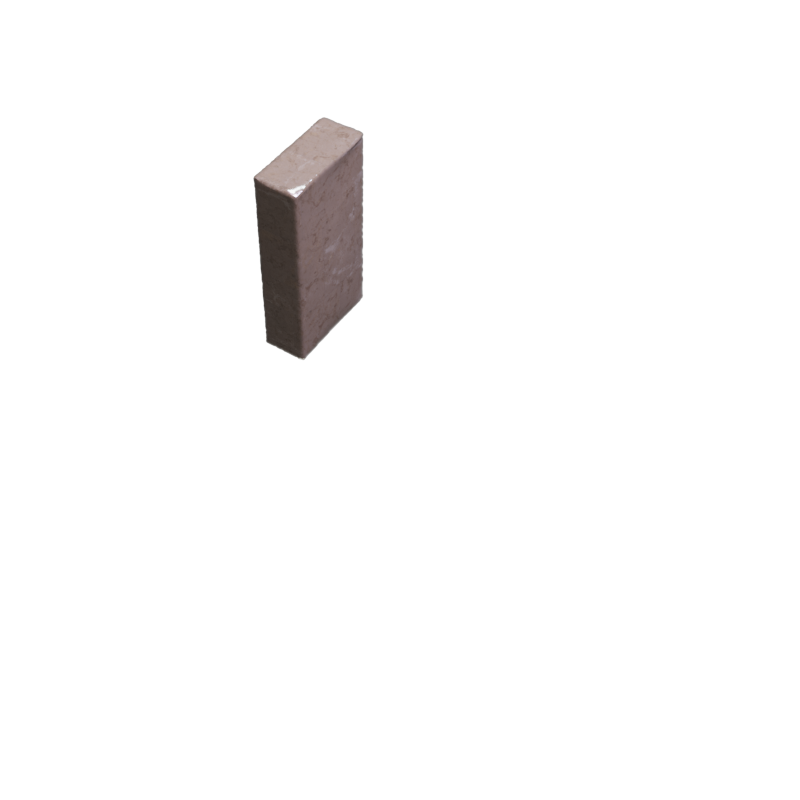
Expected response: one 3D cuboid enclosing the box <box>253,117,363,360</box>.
[{"bbox_3d":[-0.069,-0.125,0.878,0.050,0.164,0.096,26,52,19],"label":"box"}]
